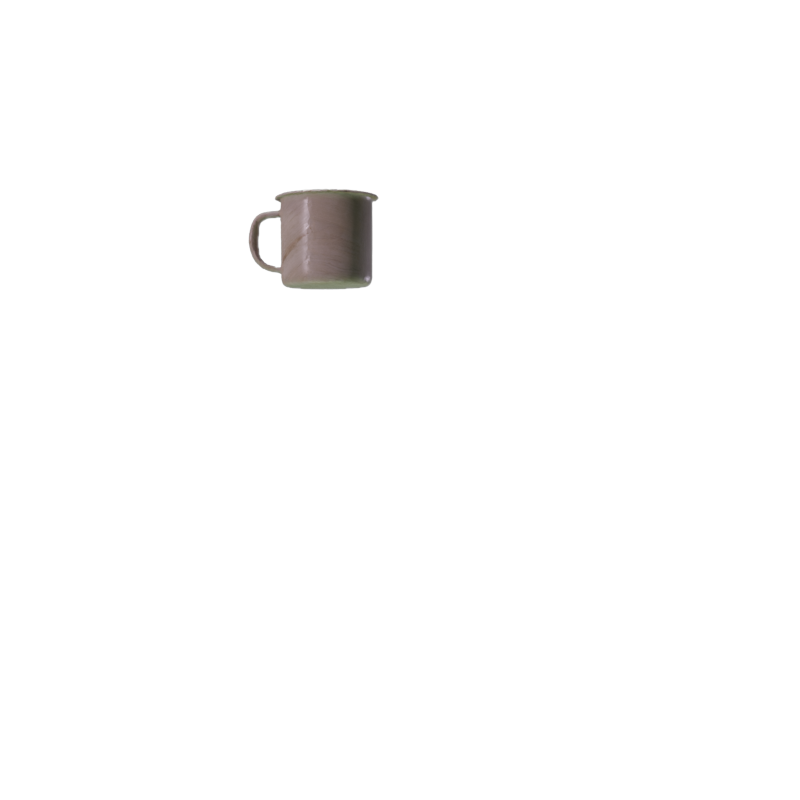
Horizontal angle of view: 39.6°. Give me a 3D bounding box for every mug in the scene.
[{"bbox_3d":[-0.078,-0.142,0.993,0.118,0.082,0.092,0,-2,3],"label":"mug"}]
